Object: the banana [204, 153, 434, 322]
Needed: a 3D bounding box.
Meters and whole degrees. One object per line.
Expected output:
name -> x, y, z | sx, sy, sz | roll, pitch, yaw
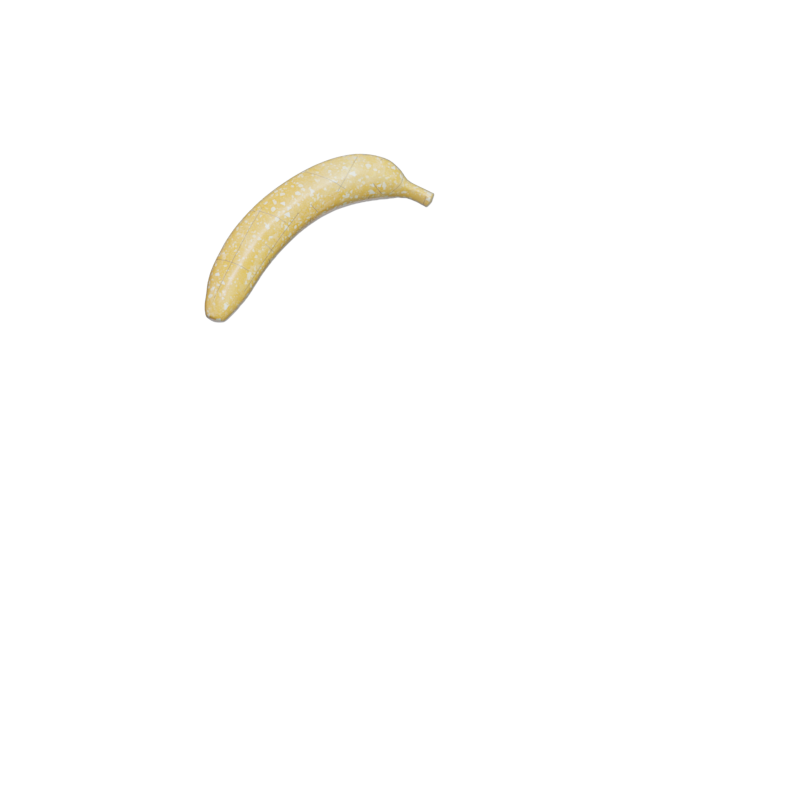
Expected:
banana -> -0.071, -0.132, 0.815 | 0.198, 0.074, 0.035 | -32, -23, -16
